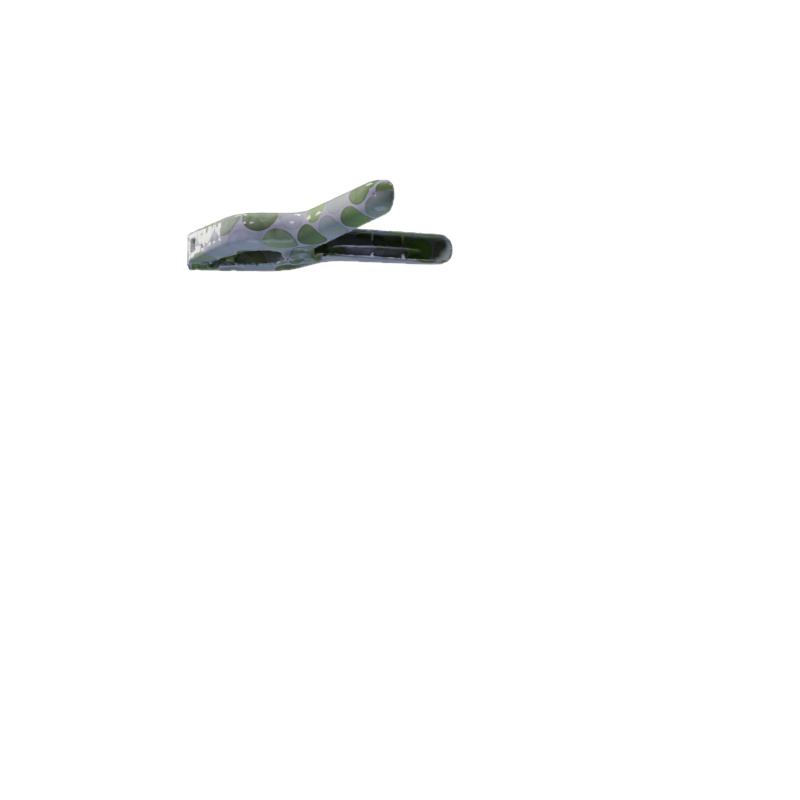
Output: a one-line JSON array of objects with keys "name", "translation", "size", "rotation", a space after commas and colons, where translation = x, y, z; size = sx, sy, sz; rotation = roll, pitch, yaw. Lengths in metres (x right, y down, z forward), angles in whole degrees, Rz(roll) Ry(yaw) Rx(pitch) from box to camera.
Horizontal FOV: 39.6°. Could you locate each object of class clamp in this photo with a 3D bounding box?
[{"name": "clamp", "translation": [-0.069, -0.125, 0.878], "size": [0.215, 0.038, 0.155], "rotation": [-5, -11, 26]}]
